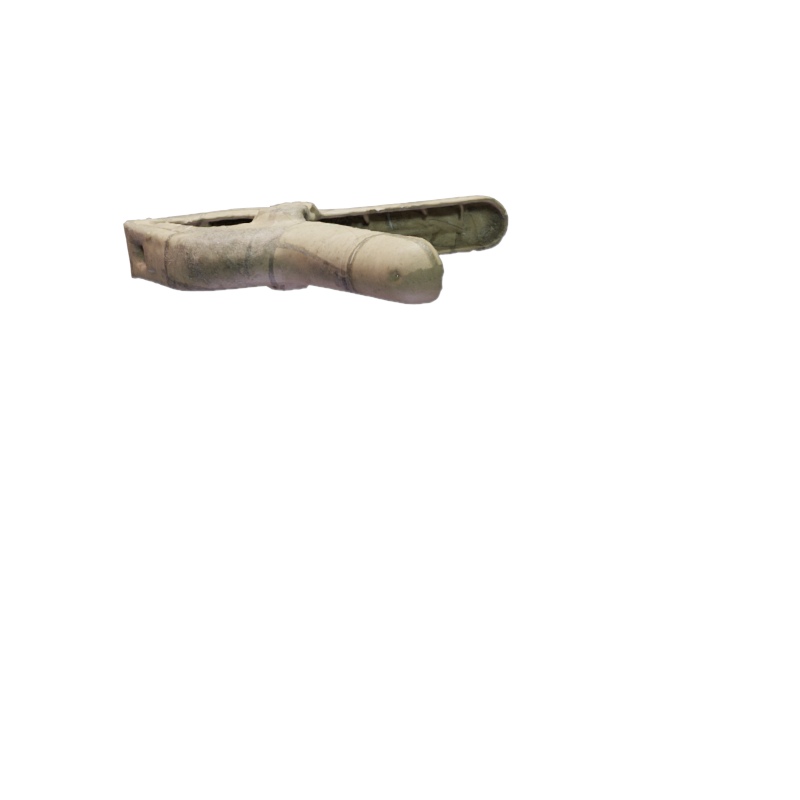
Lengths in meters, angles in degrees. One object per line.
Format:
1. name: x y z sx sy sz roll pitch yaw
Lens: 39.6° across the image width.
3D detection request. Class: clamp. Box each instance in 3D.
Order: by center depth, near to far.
1. clamp: -0.038 -0.070 0.489 0.178 0.038 0.118 8 16 29
